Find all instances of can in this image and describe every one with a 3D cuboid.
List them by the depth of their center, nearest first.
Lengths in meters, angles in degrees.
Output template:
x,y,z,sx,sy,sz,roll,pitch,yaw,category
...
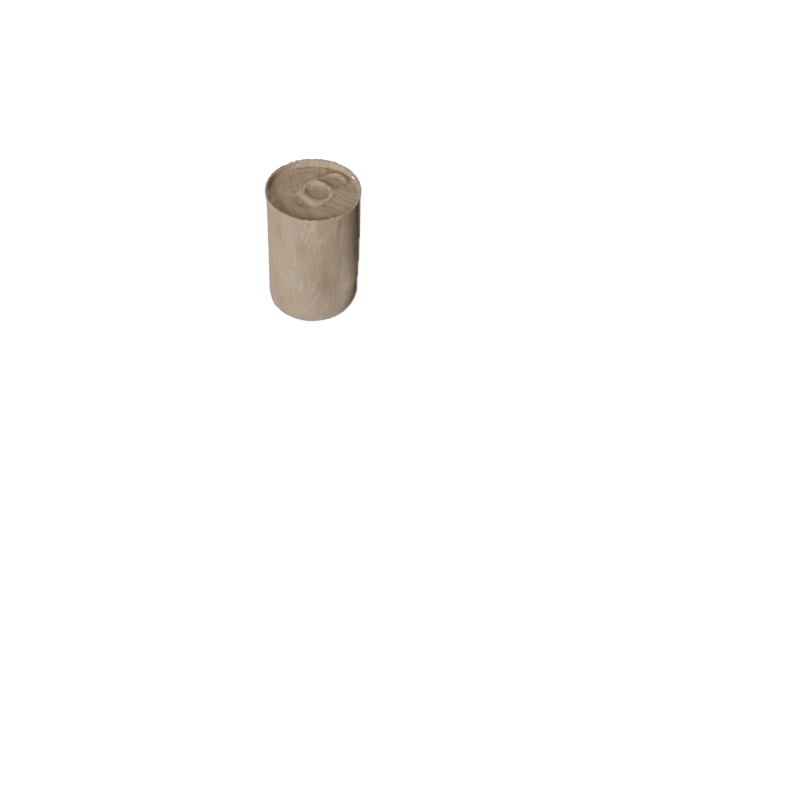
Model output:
x,y,z,sx,sy,sz,roll,pitch,yaw,category
-0.063,-0.116,0.809,0.068,0.074,0.095,0,-43,-3,can
